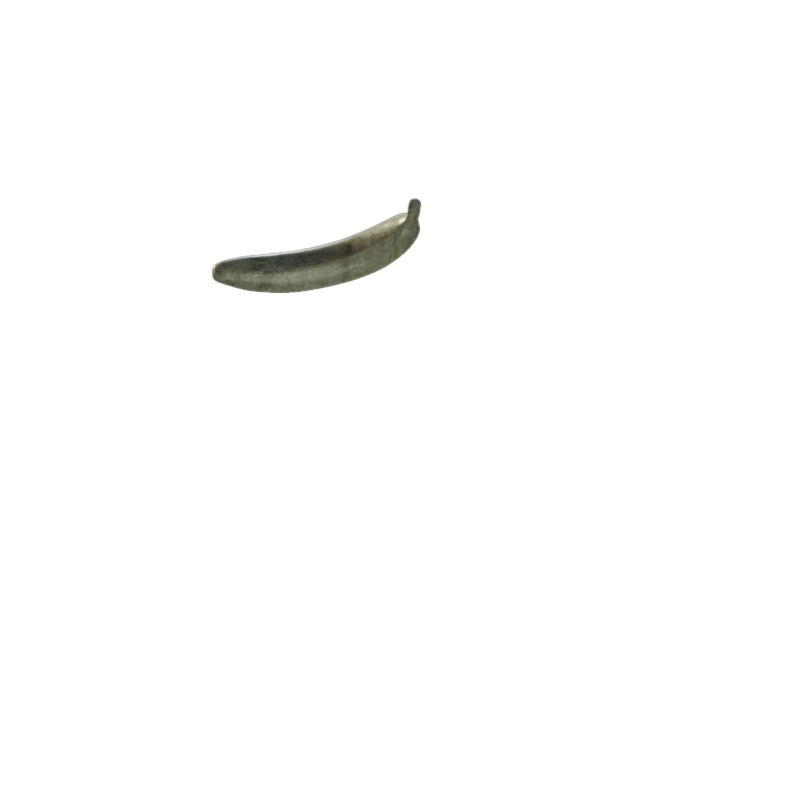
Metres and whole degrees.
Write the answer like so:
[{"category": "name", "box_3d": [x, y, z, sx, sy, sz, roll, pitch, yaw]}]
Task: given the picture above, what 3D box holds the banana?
[{"category": "banana", "box_3d": [-0.062, -0.125, 0.949, 0.199, 0.039, 0.064, -17, -42, 19]}]
